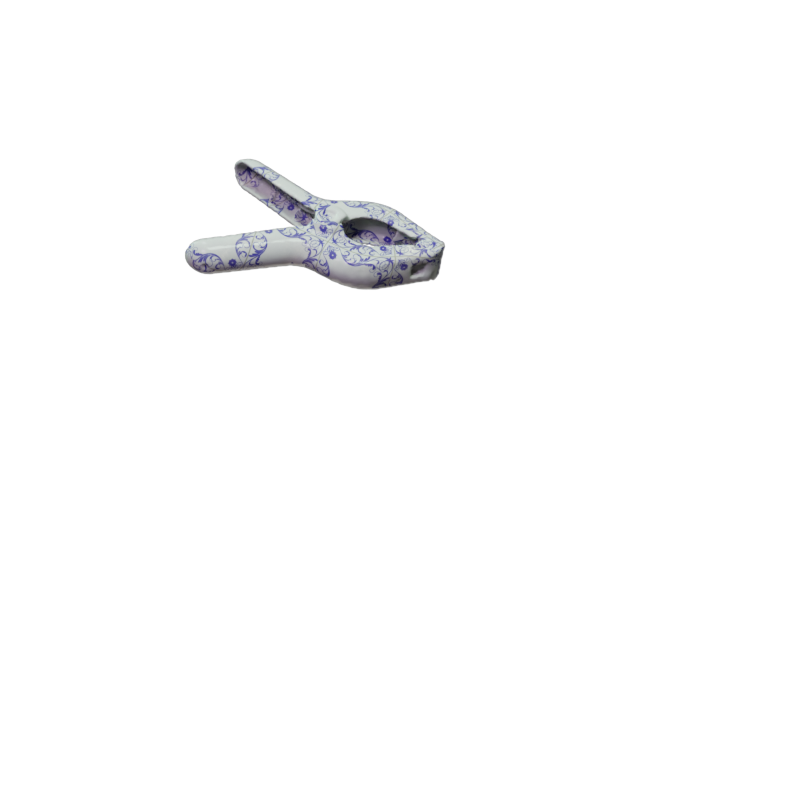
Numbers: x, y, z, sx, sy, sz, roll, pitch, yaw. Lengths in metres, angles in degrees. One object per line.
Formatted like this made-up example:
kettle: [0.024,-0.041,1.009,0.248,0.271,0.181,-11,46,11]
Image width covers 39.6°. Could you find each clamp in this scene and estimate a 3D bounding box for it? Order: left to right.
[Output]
clamp: [-0.060,-0.109,0.761,0.177,0.036,0.125,17,50,15]
